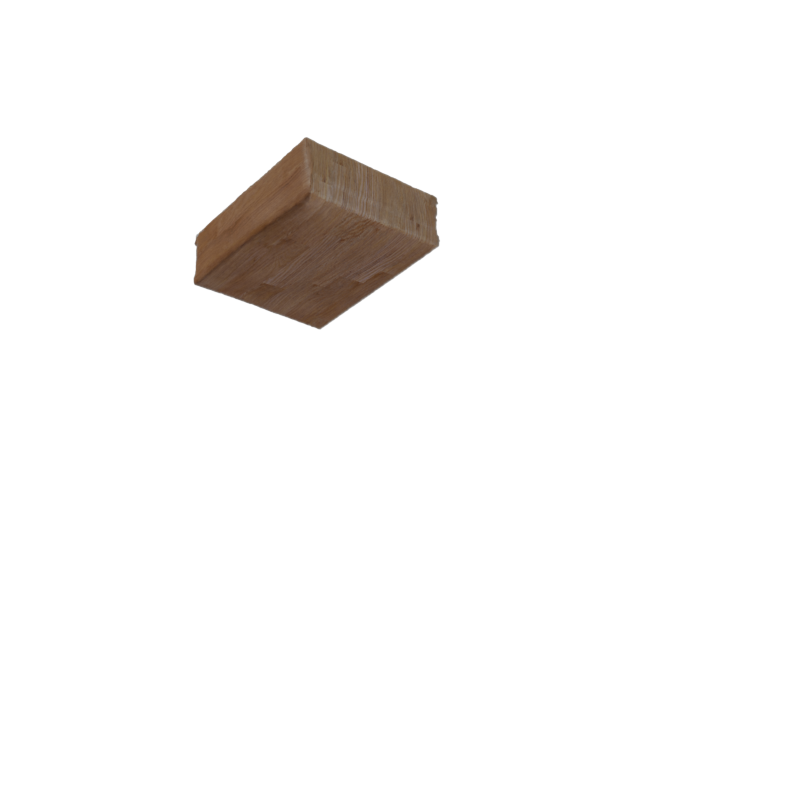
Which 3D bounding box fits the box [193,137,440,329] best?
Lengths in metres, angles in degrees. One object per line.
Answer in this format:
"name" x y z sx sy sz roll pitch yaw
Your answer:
"box" -0.048 -0.087 0.611 0.085 0.041 0.113 20 -33 -34
